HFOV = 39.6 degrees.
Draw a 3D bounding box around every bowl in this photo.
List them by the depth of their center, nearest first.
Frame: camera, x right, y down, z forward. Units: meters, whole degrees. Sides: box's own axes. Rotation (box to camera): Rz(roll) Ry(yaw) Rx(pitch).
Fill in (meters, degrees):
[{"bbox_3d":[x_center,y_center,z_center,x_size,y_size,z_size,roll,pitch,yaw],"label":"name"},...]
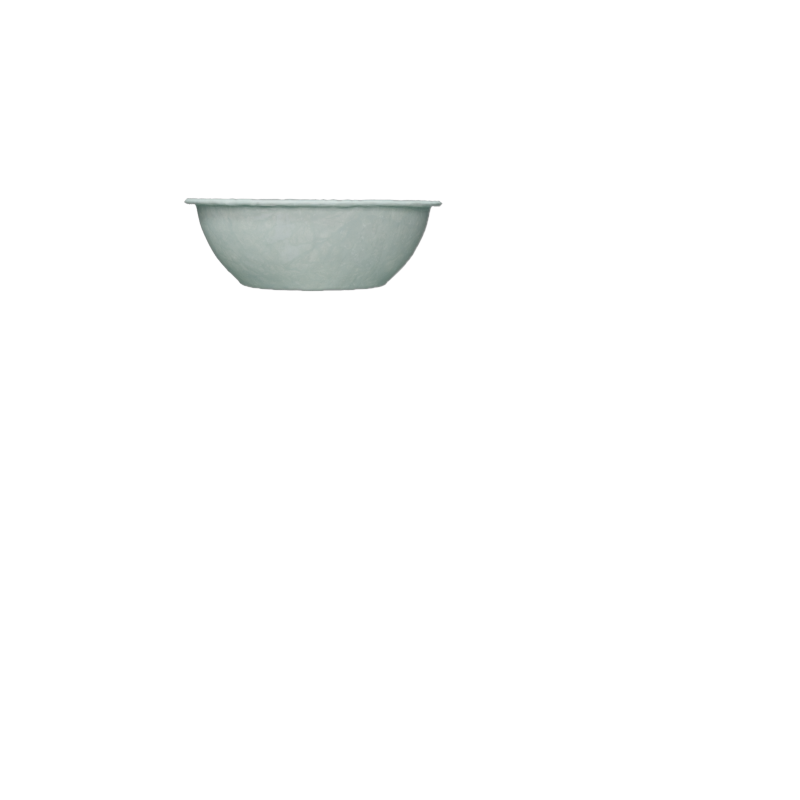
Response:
[{"bbox_3d":[-0.055,-0.100,0.700,0.162,0.054,0.165,0,10,-2],"label":"bowl"}]
